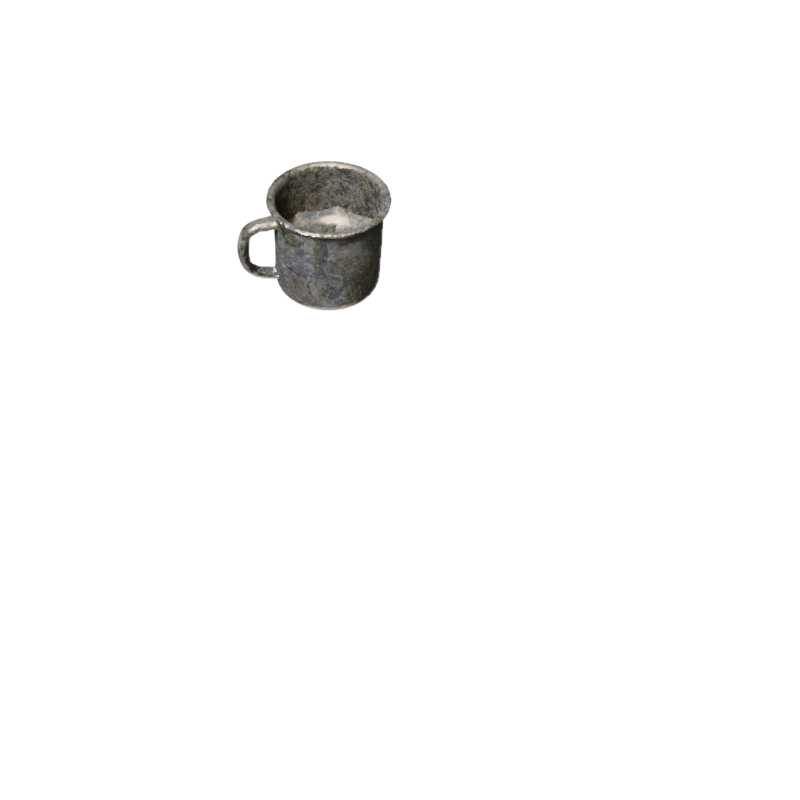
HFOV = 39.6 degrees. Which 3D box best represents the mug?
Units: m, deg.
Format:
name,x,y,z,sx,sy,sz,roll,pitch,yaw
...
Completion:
name,x,y,z,sx,sy,sz,roll,pitch,yaw
mug,-0.066,-0.121,0.845,0.116,0.076,0.101,-13,45,-14
